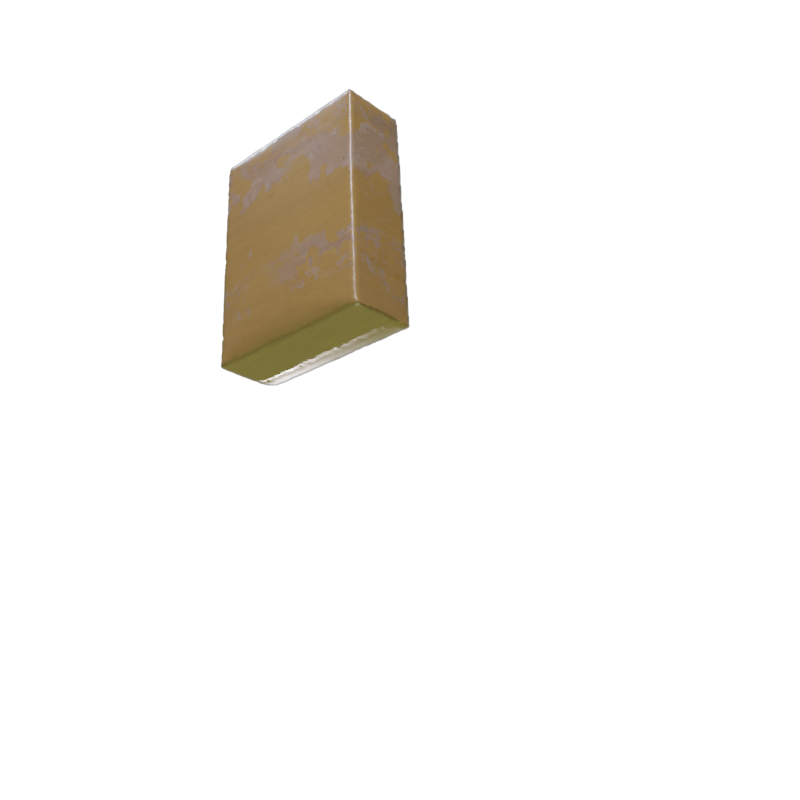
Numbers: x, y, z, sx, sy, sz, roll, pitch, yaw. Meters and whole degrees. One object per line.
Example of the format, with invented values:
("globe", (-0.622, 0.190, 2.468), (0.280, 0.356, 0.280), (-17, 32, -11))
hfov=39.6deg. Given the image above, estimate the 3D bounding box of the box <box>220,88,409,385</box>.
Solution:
("box", (-0.076, -0.138, 0.967), (0.164, 0.228, 0.067), (-25, -37, 36))
